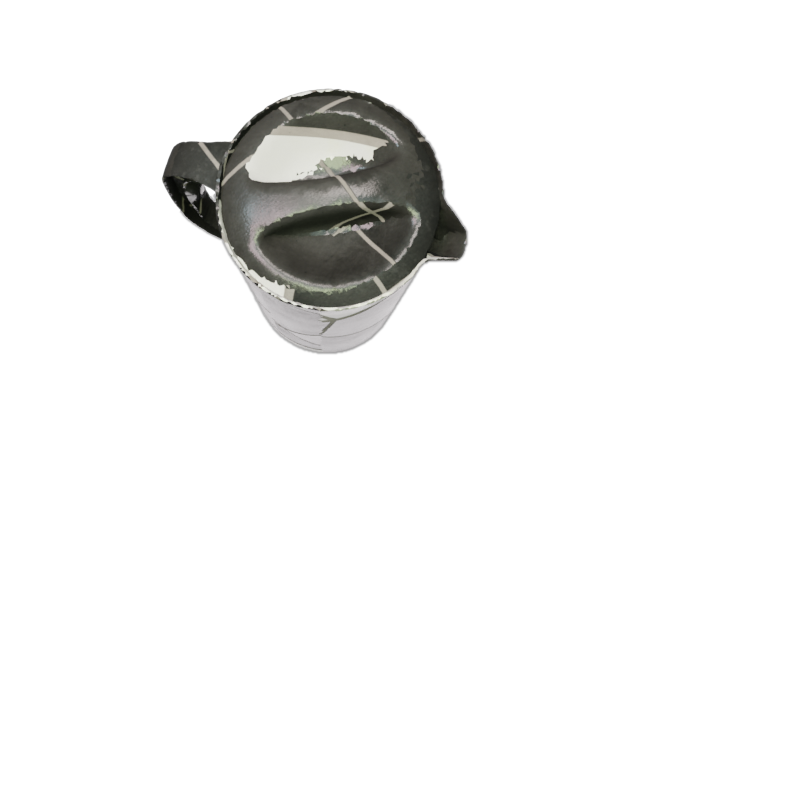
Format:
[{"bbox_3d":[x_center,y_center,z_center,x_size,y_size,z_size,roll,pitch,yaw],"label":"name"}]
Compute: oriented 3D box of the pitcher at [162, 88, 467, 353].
[{"bbox_3d":[-0.058,-0.106,0.746,0.145,0.154,0.237,-28,-7,-7],"label":"pitcher"}]
